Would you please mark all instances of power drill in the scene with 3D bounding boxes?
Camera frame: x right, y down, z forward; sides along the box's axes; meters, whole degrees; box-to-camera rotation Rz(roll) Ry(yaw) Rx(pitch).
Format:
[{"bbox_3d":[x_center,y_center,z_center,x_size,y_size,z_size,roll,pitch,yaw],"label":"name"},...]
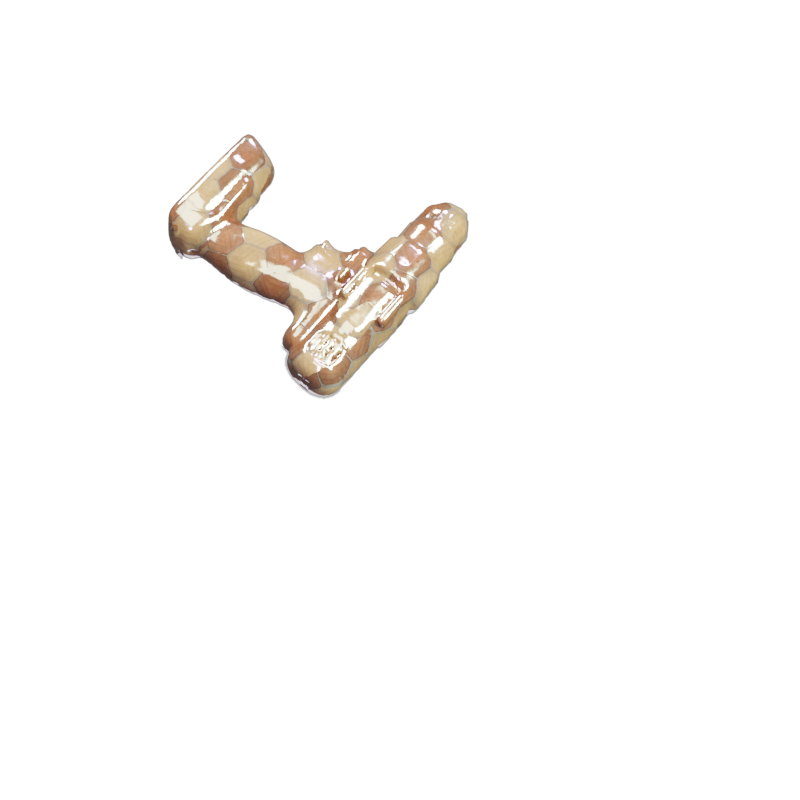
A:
[{"bbox_3d":[-0.065,-0.119,0.833,0.196,0.188,0.054,35,-23,17],"label":"power drill"}]
